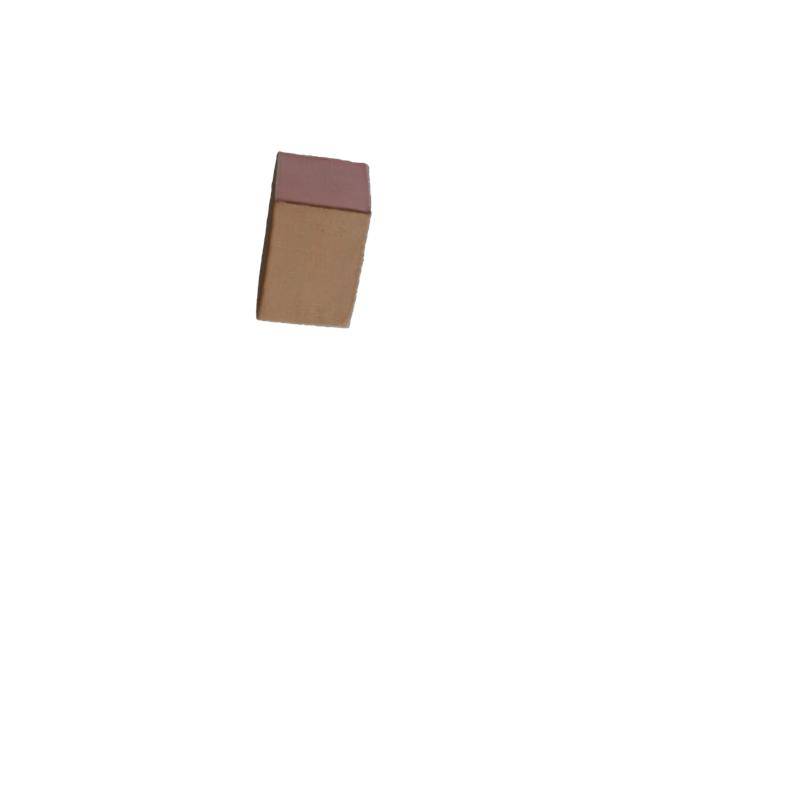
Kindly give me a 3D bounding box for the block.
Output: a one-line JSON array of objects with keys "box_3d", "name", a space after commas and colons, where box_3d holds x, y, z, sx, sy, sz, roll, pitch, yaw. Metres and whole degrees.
[{"box_3d": [-0.047, -0.086, 0.599, 0.052, 0.074, 0.055, 8, 35, -8], "name": "block"}]
